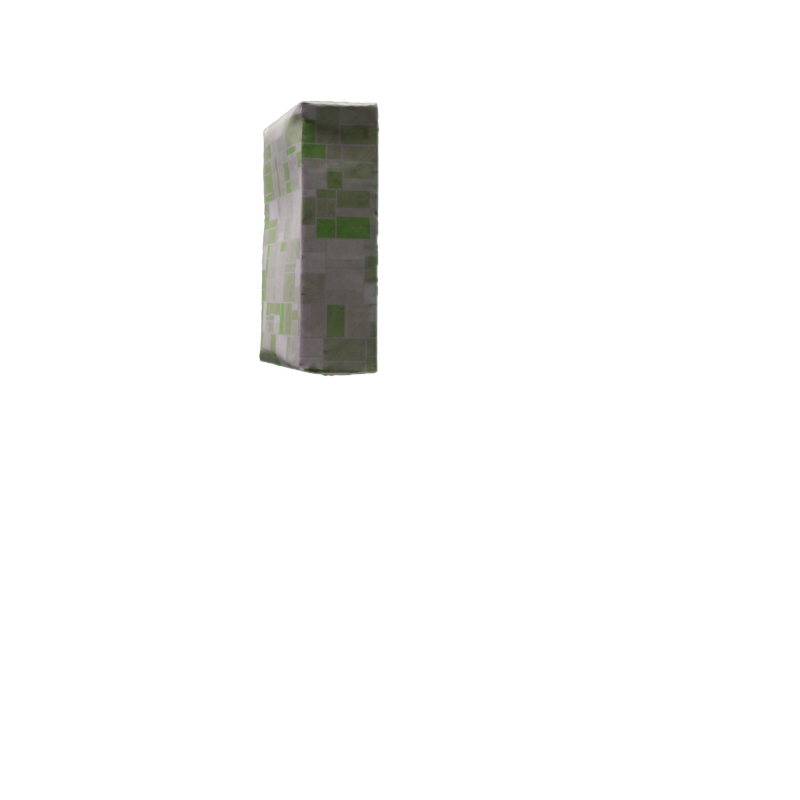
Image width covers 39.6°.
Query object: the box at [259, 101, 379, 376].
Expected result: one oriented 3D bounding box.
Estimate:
[{"bbox_3d":[-0.073,-0.133,0.930,0.070,0.215,0.167,0,0,-17],"label":"box"}]
